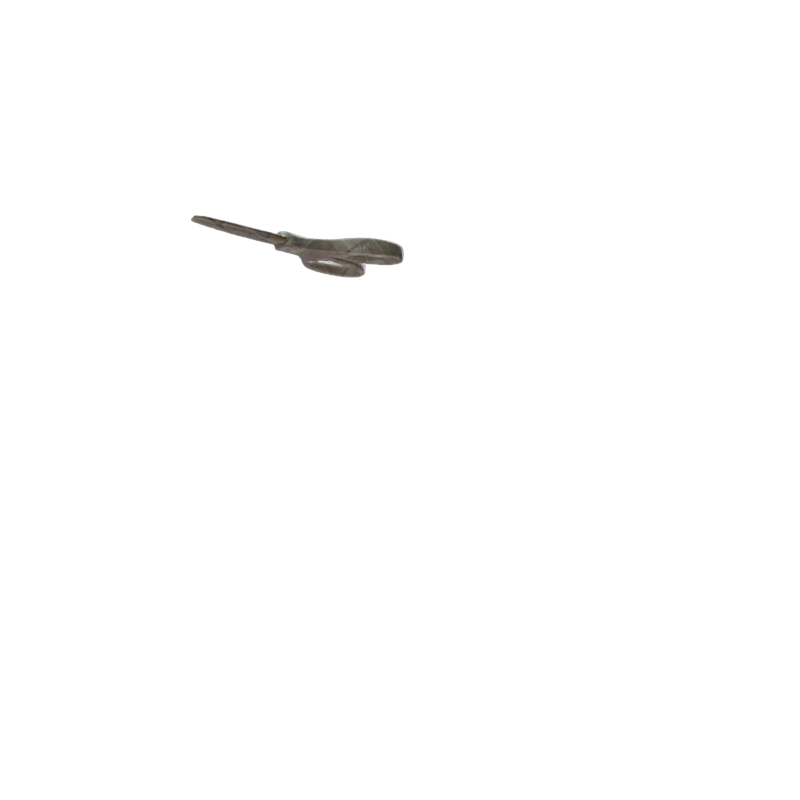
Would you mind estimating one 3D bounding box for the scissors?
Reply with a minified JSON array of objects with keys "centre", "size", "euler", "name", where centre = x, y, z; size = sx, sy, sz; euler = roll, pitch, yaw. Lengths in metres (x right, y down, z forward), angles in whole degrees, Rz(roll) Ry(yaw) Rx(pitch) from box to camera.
[{"centre":[-0.069,-0.125,0.876],"size":[0.099,0.016,0.191],"euler":[-4,-8,26],"name":"scissors"}]
